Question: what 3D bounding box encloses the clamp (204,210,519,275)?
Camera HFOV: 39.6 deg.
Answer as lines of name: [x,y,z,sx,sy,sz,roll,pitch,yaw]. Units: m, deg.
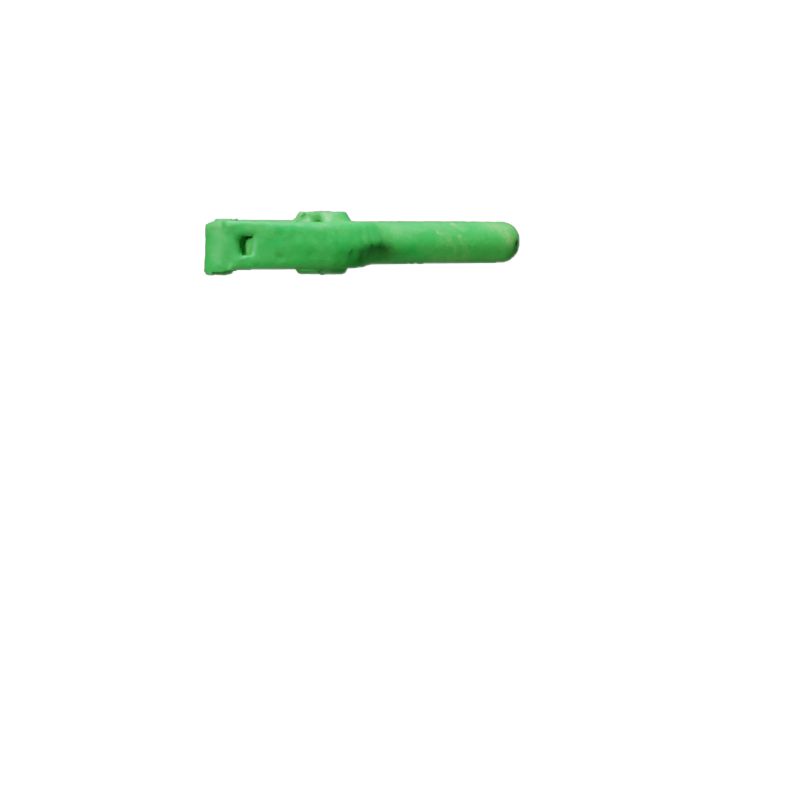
clamp: [-0.051,-0.093,0.649,0.172,0.036,0.204,7,12,37]
